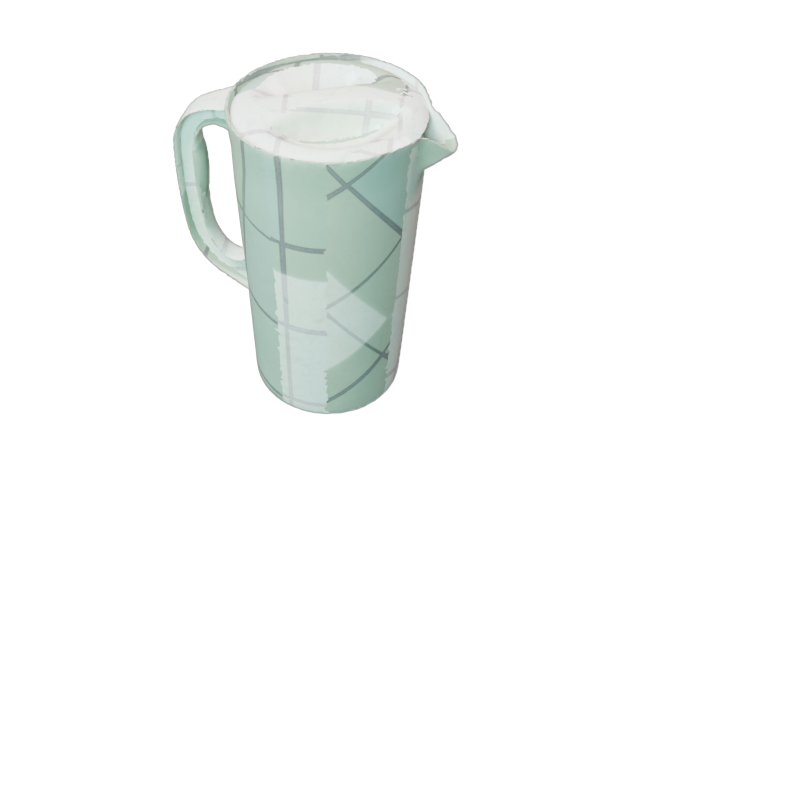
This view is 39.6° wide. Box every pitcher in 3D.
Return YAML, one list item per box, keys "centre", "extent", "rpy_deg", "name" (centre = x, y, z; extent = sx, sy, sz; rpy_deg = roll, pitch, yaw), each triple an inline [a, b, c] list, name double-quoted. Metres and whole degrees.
- centre: [-0.061, -0.111, 0.775]
  extent: [0.144, 0.227, 0.161]
  rpy_deg: [-23, 48, -25]
  name: "pitcher"
